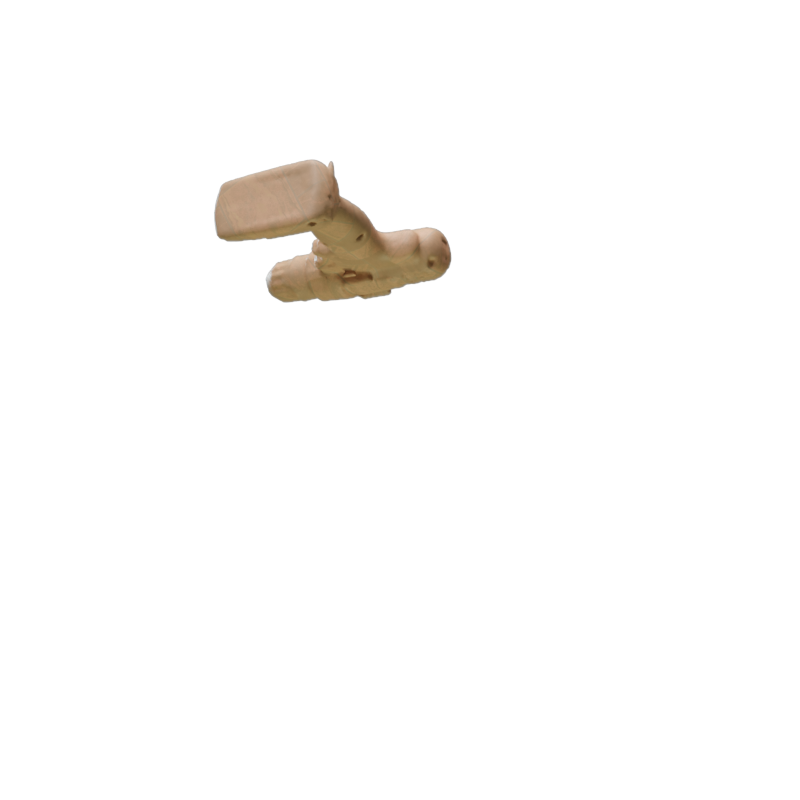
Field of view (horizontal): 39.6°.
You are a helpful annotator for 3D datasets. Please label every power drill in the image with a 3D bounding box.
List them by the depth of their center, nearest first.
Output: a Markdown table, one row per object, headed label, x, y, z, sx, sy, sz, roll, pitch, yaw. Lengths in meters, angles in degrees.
| label | x | y | z | sx | sy | sz | roll | pitch | yaw |
| --- | --- | --- | --- | --- | --- | --- | --- | --- | --- |
| power drill | -0.074 | -0.135 | 0.946 | 0.188 | 0.060 | 0.176 | -9 | -18 | 29 |
